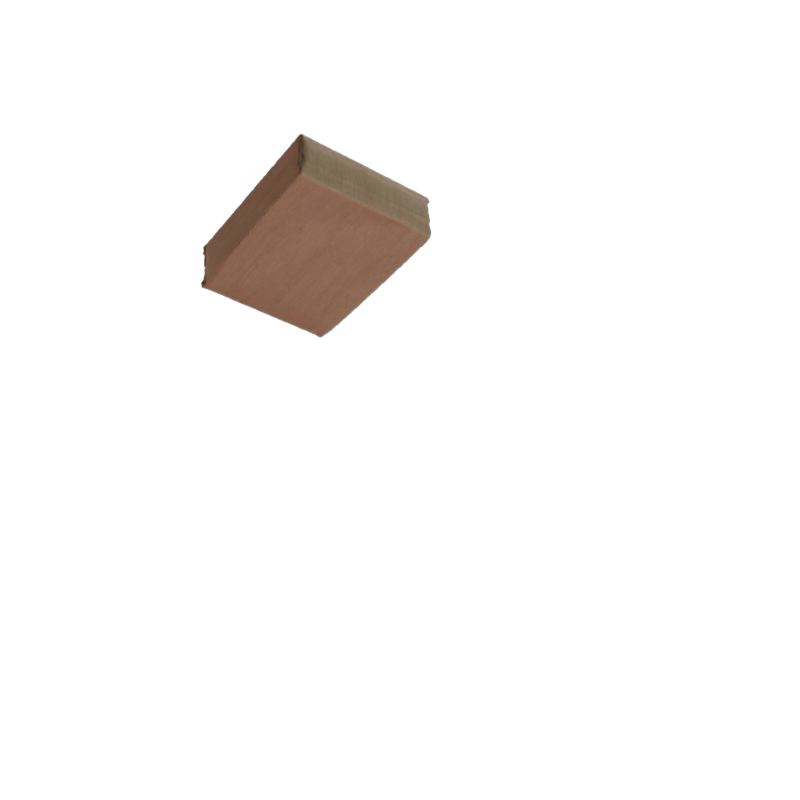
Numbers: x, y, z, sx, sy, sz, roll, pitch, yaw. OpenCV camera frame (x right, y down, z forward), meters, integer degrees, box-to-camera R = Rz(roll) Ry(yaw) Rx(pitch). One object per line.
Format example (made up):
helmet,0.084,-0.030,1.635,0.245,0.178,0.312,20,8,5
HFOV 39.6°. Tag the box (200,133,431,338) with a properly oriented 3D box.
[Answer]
box,-0.050,-0.092,0.646,0.085,0.042,0.111,26,-48,-26
